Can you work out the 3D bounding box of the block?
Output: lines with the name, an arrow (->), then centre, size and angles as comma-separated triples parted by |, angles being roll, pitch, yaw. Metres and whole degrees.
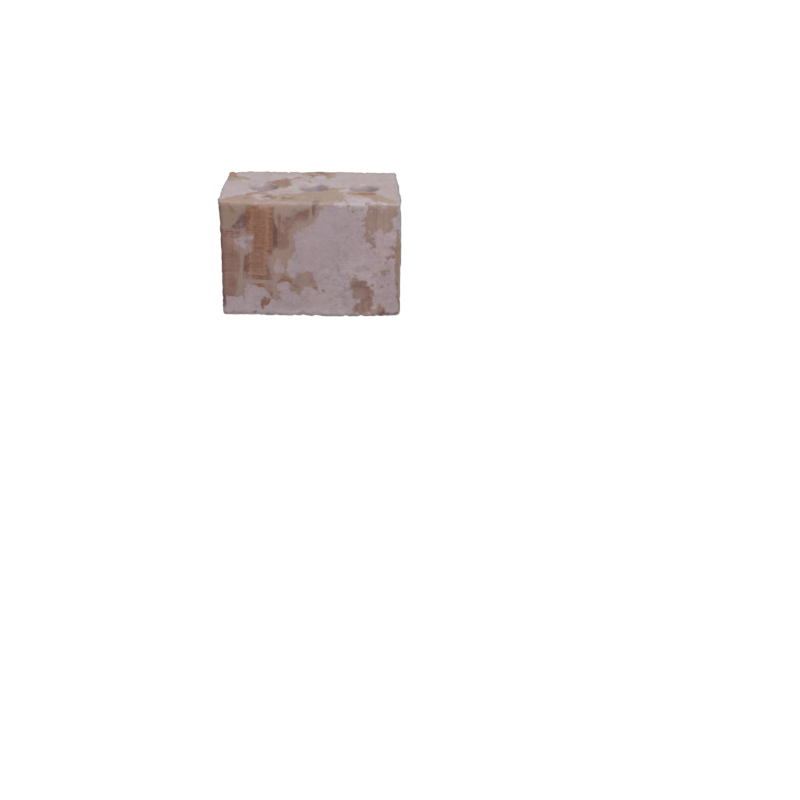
block -> -0.038, -0.069, 0.484 | 0.078, 0.049, 0.055 | 0, 21, 0
